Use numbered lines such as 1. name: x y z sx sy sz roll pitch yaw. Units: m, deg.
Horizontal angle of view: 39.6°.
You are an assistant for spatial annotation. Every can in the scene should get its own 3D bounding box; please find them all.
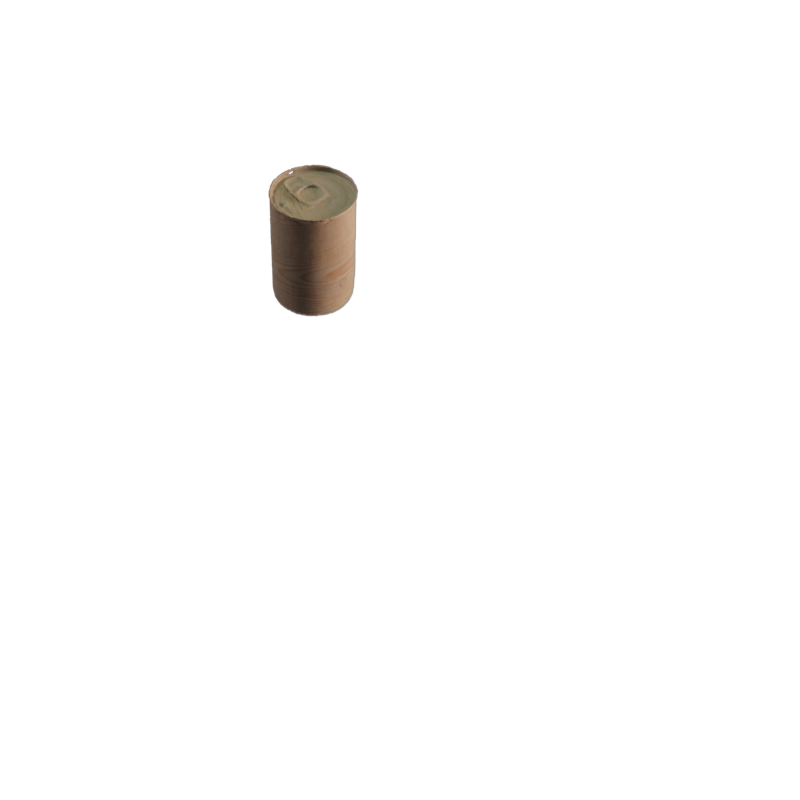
1. can: -0.068 -0.124 0.871 0.068 0.074 0.095 0 -45 -3
